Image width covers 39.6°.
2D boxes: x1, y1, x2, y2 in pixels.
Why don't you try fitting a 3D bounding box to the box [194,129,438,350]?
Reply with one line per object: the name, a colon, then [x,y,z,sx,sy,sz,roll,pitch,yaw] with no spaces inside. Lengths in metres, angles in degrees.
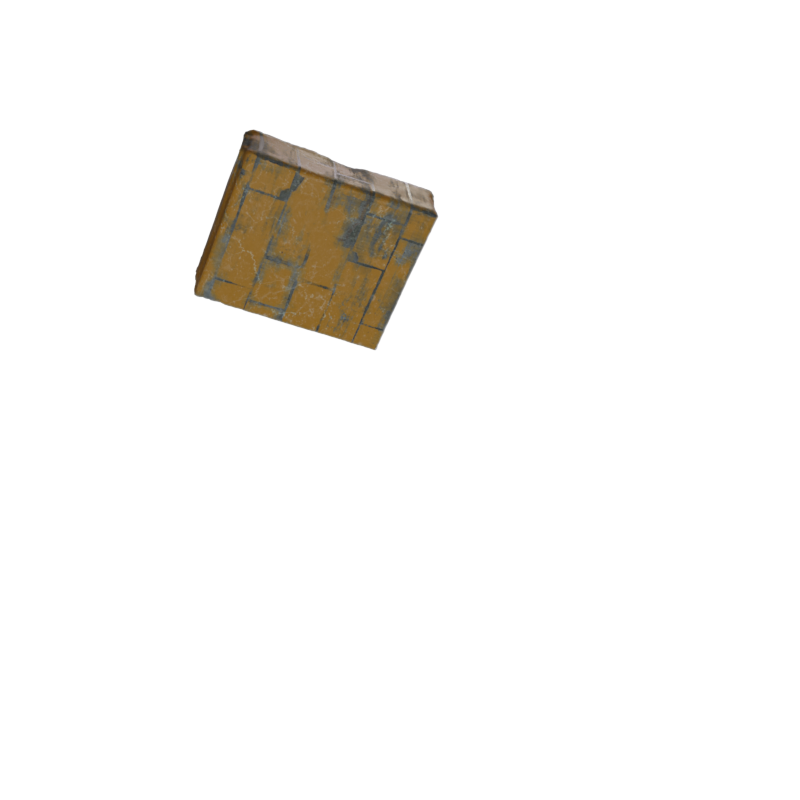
box: [-0.038,-0.070,0.489,0.088,0.070,0.032,18,27,-10]
